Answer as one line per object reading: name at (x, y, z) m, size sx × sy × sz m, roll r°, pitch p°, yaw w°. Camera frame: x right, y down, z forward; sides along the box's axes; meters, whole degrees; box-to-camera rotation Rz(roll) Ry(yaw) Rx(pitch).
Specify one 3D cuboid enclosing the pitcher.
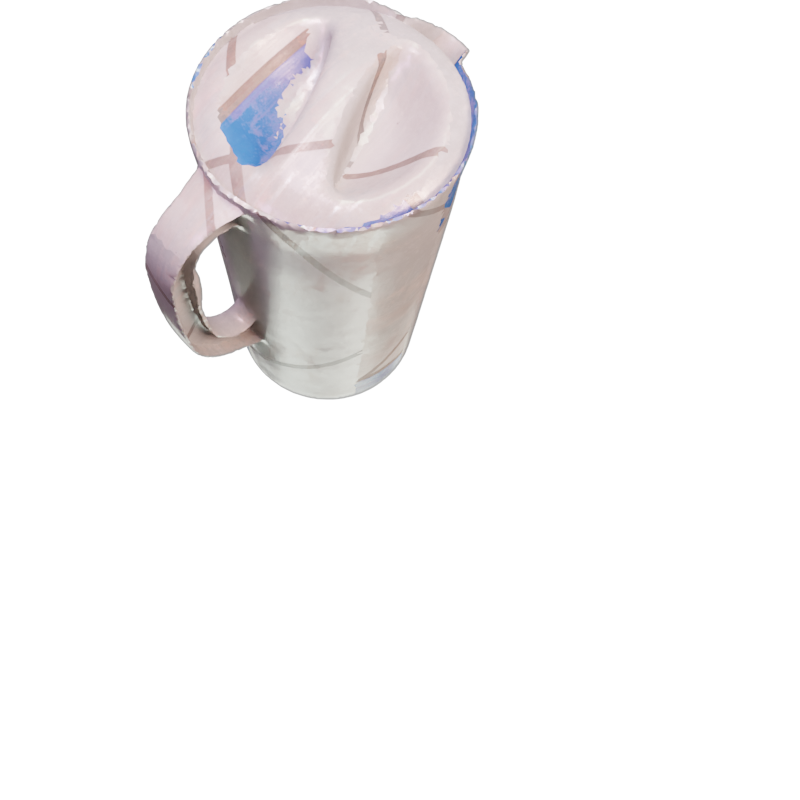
pitcher at (-0.047, -0.086, 0.600) m, size 0.149 × 0.153 × 0.230 m, roll 3°, pitch -25°, yaw -2°
